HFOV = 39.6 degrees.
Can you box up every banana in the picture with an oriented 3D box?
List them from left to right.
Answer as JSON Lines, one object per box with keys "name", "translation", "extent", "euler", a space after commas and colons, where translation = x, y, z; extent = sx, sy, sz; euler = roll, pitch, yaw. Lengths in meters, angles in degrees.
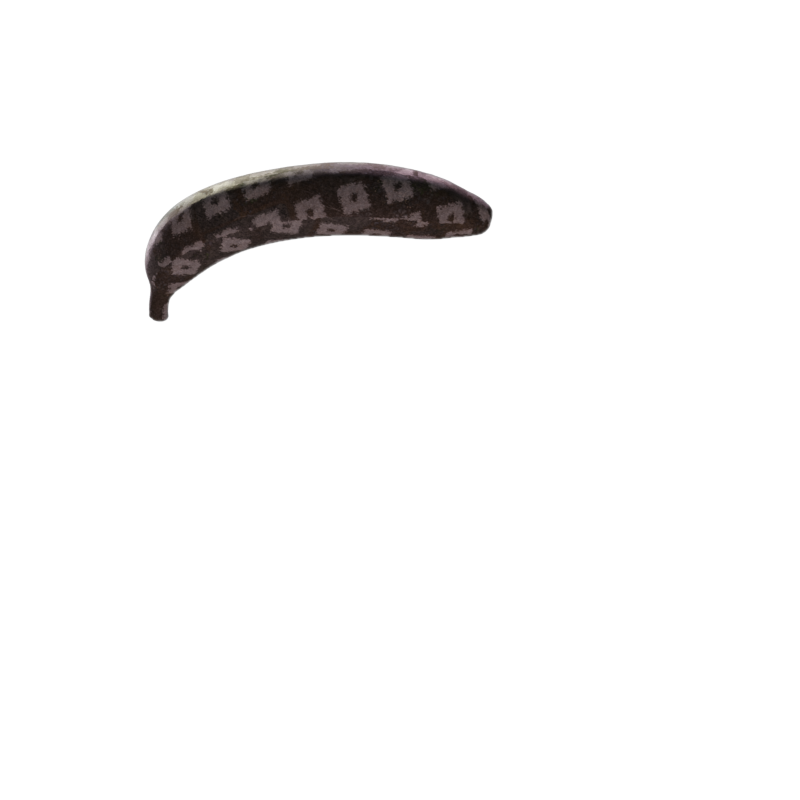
{"name": "banana", "translation": [-0.056, -0.092, 0.574], "extent": [0.200, 0.039, 0.064], "euler": [-12, -35, 17]}
